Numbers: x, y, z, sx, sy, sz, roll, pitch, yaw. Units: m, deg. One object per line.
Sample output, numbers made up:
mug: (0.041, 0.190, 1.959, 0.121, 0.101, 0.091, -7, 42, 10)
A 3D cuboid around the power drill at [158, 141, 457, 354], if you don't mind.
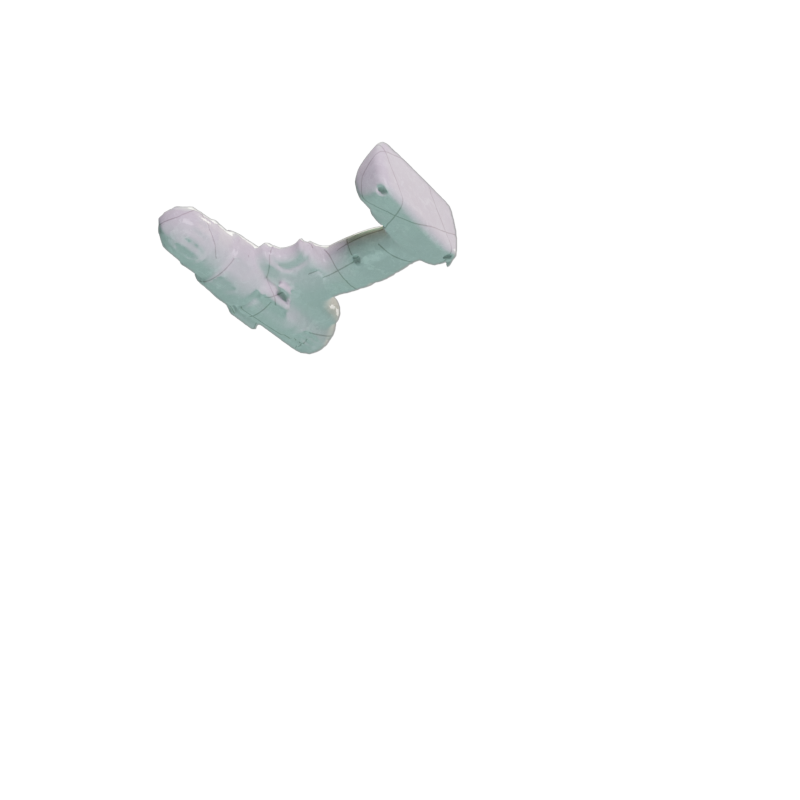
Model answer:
power drill: (-0.067, -0.121, 0.850, 0.188, 0.061, 0.171, -25, -43, 29)
